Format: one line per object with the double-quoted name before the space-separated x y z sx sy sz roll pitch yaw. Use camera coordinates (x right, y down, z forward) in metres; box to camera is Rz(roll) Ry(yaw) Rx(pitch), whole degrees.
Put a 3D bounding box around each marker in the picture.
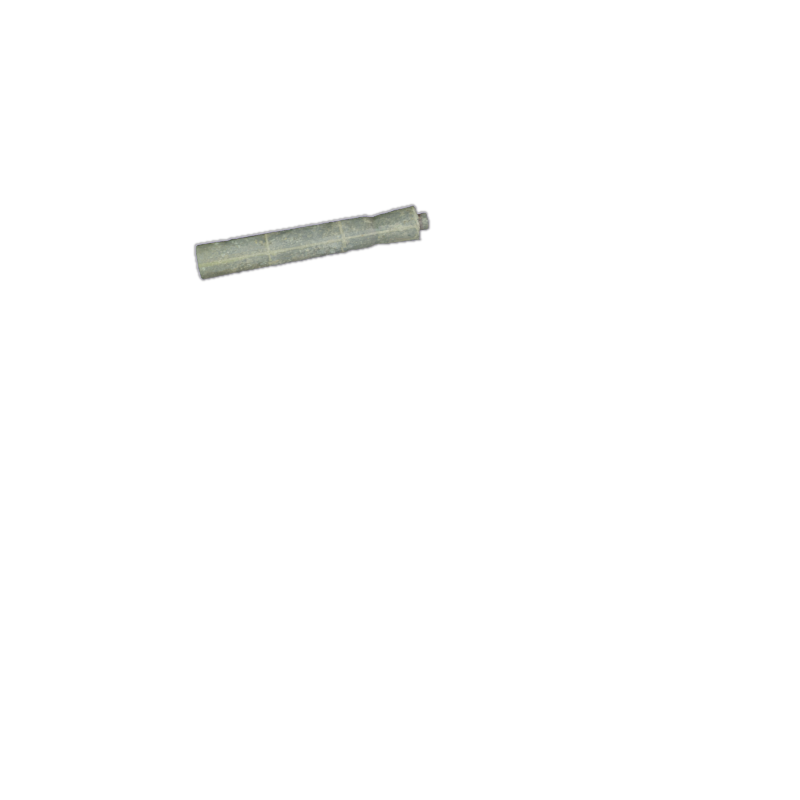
"marker" -0.045 -0.082 0.573 0.121 0.020 0.020 -10 5 -1
